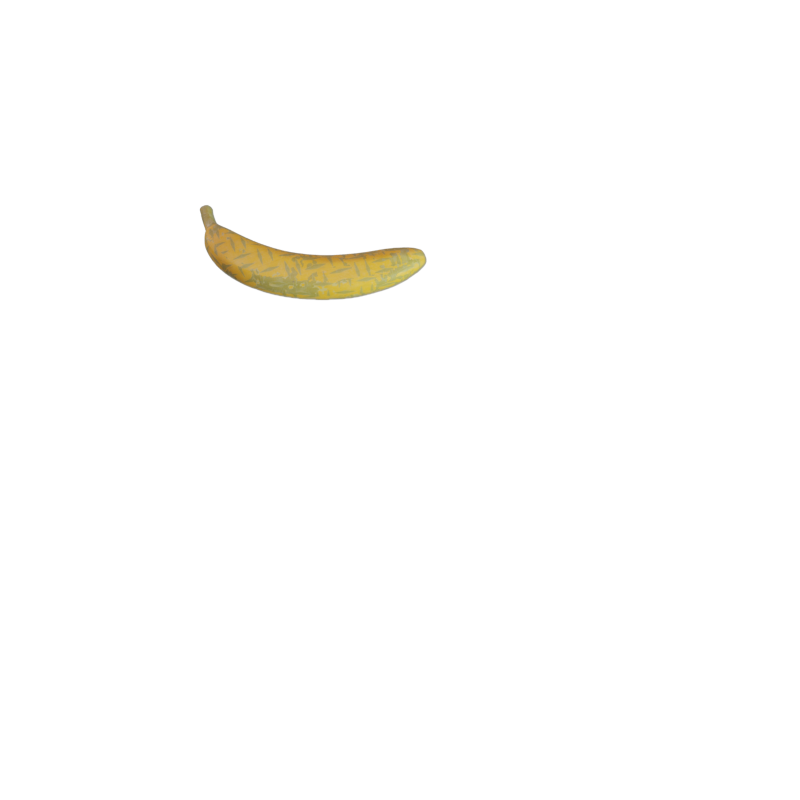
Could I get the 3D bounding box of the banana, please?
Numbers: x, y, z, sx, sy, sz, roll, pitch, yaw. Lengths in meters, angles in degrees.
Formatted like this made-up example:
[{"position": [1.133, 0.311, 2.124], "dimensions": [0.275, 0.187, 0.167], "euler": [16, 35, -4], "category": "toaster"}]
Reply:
[{"position": [-0.080, -0.115, 0.917], "dimensions": [0.200, 0.072, 0.035], "euler": [13, -21, 5], "category": "banana"}]
